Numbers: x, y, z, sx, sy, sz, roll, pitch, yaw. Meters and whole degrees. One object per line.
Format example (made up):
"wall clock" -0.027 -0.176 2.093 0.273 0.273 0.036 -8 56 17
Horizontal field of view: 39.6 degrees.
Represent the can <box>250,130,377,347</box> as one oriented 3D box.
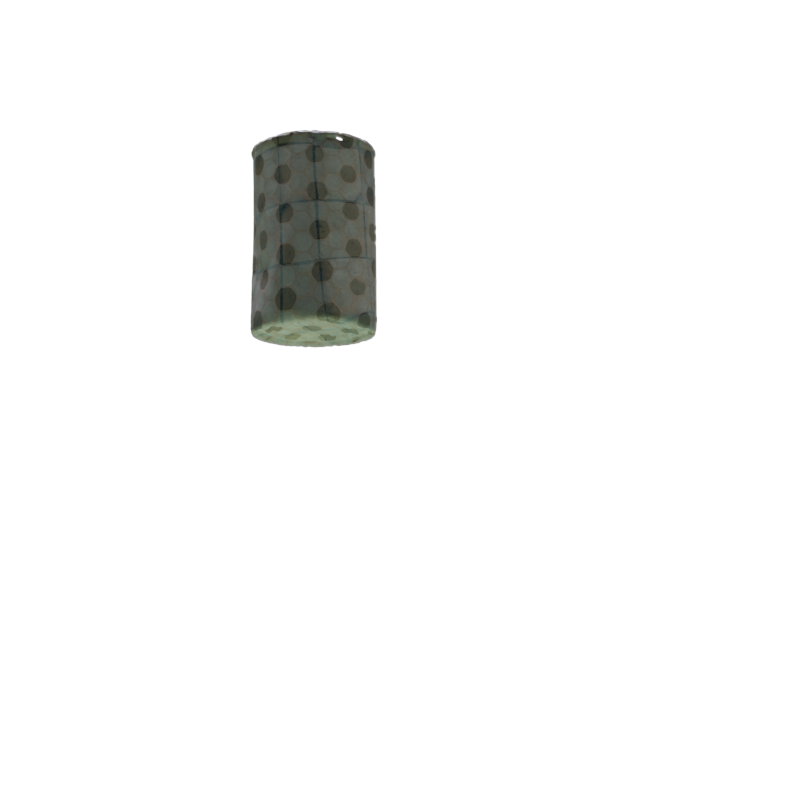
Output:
"can" -0.046 -0.085 0.592 0.068 0.106 0.066 0 -14 -2
